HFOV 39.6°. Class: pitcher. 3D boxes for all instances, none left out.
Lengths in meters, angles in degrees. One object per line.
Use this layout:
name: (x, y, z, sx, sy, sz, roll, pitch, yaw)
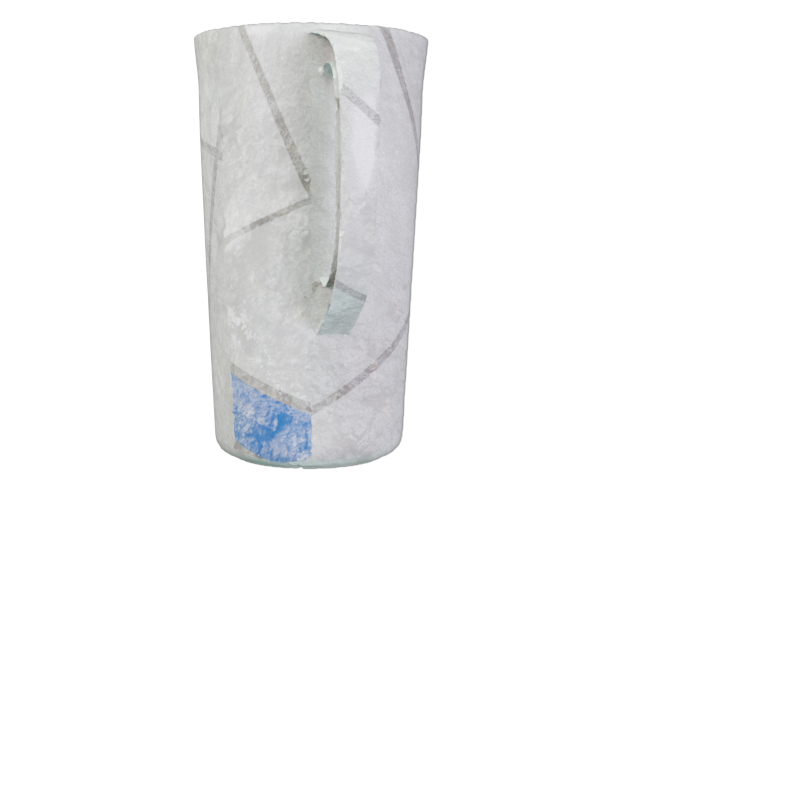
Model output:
pitcher: (-0.049, -0.089, 0.624, 0.150, 0.242, 0.145, 2, 4, 28)
